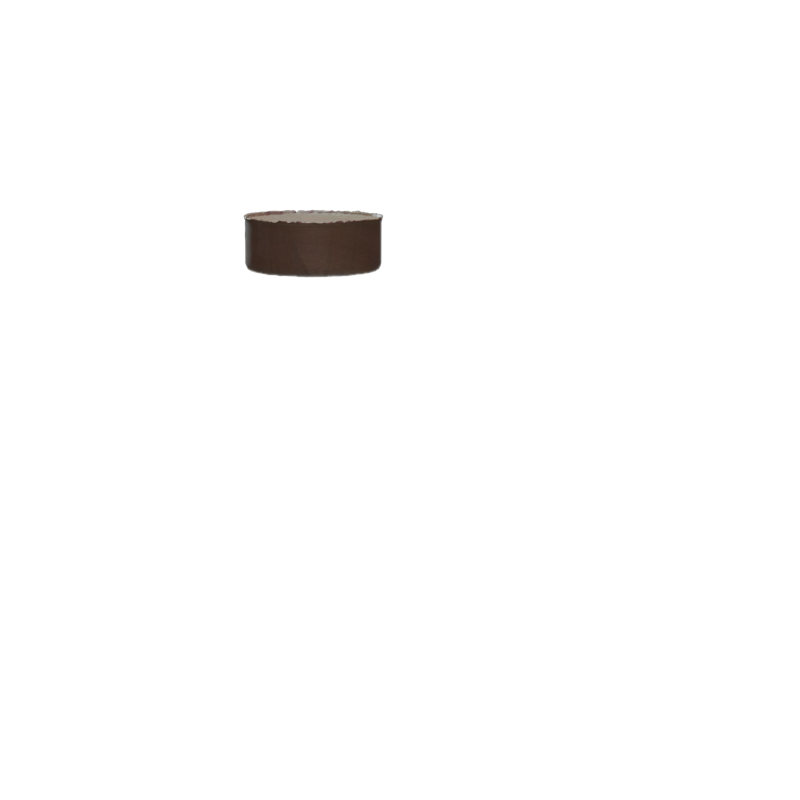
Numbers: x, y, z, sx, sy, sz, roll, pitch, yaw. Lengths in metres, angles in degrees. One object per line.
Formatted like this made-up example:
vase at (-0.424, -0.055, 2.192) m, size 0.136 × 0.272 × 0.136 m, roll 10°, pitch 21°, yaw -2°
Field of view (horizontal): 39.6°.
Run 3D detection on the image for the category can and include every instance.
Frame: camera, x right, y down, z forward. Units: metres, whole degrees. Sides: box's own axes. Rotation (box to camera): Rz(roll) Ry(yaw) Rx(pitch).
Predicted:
can at (-0.054, -0.098, 0.684) m, size 0.086 × 0.033 × 0.088 m, roll 0°, pitch 13°, yaw -2°
